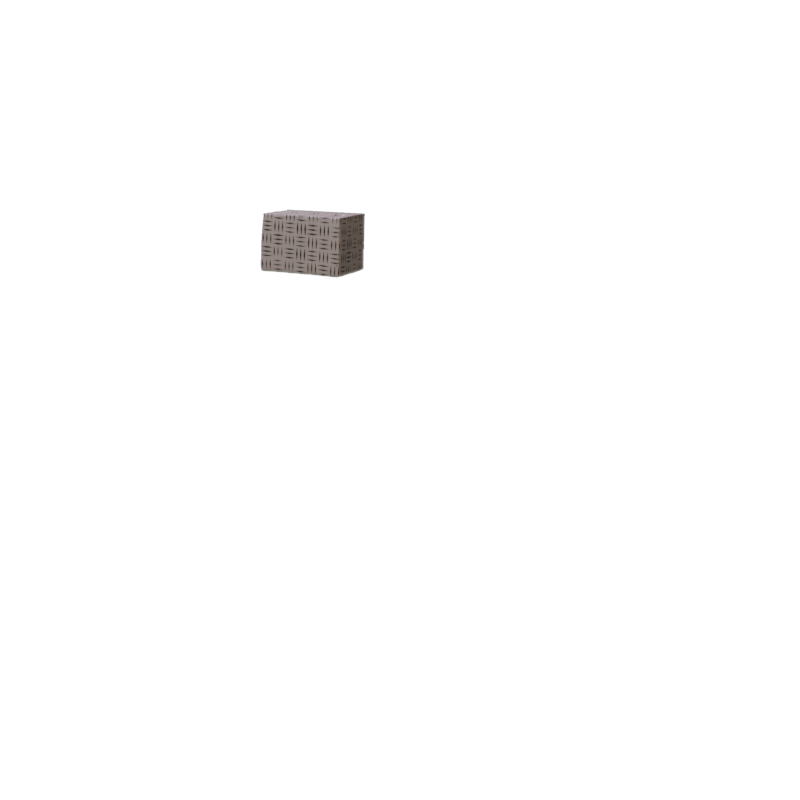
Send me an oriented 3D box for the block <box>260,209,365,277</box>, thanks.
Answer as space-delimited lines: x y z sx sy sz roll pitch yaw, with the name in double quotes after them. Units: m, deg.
-0.076 -0.139 0.971 0.081 0.050 0.052 6 13 25 "block"
